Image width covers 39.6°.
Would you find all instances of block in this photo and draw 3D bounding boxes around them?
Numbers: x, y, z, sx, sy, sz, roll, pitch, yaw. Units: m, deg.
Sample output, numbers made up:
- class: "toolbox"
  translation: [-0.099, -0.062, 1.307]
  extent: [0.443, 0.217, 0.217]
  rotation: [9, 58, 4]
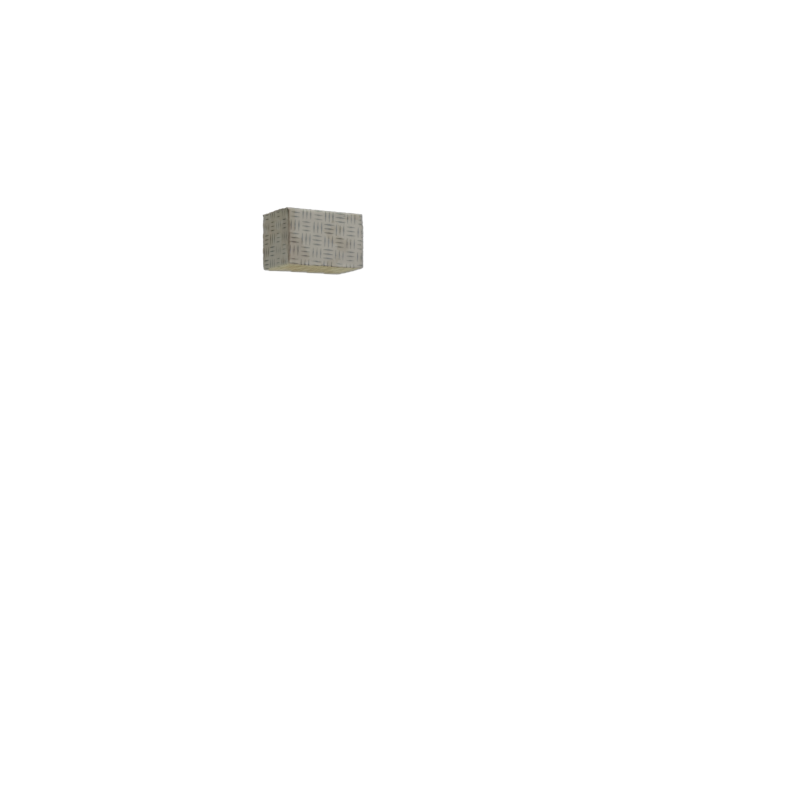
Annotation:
- class: "block"
  translation: [-0.078, -0.142, 0.995]
  extent: [0.075, 0.052, 0.054]
  rotation: [2, -5, -30]
